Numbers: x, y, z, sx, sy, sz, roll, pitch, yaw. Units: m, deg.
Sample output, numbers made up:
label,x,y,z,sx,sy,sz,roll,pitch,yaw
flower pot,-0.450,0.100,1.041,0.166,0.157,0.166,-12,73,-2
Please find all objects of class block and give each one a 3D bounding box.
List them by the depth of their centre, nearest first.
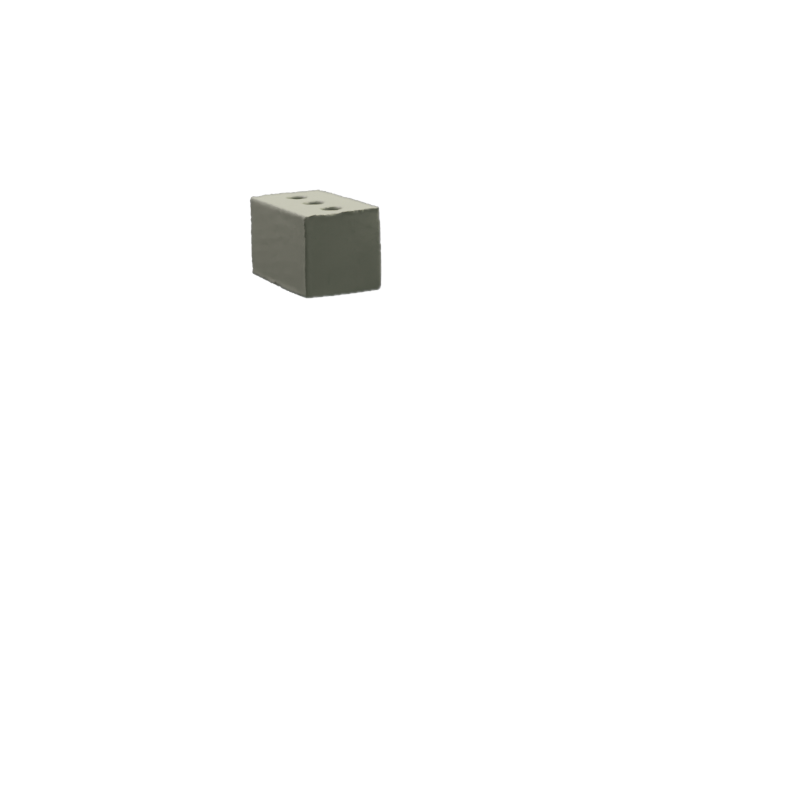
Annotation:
label,x,y,z,sx,sy,sz,roll,pitch,yaw
block,-0.054,-0.098,0.686,0.051,0.050,0.083,-9,20,-30
